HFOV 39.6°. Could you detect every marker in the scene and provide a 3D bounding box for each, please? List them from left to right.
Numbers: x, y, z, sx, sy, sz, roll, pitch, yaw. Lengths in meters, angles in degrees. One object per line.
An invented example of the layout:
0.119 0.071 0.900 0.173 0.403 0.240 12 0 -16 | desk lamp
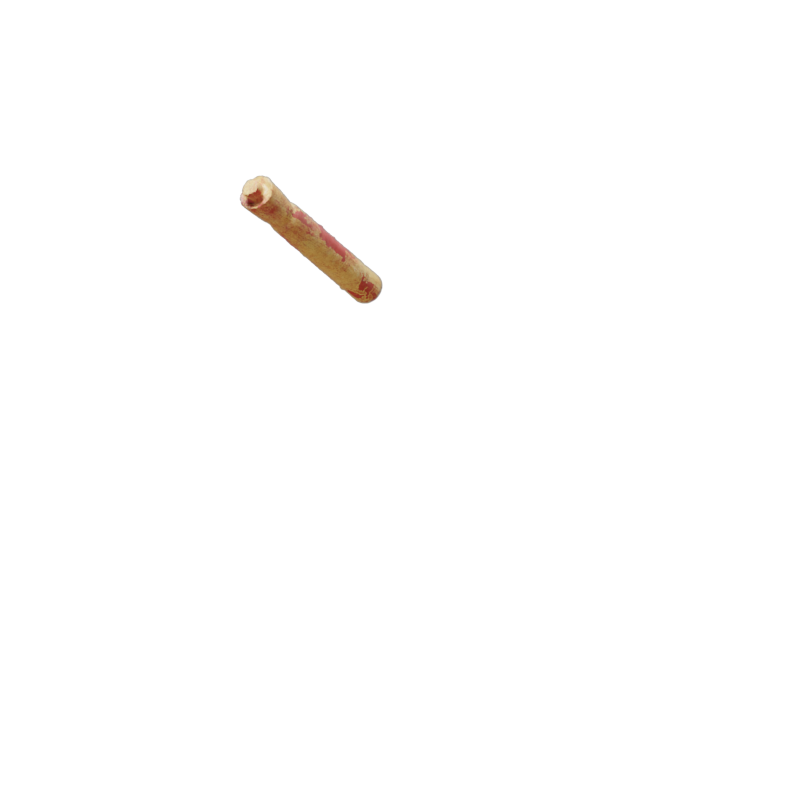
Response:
-0.045 -0.082 0.577 0.020 0.020 0.112 3 -20 32 | marker
